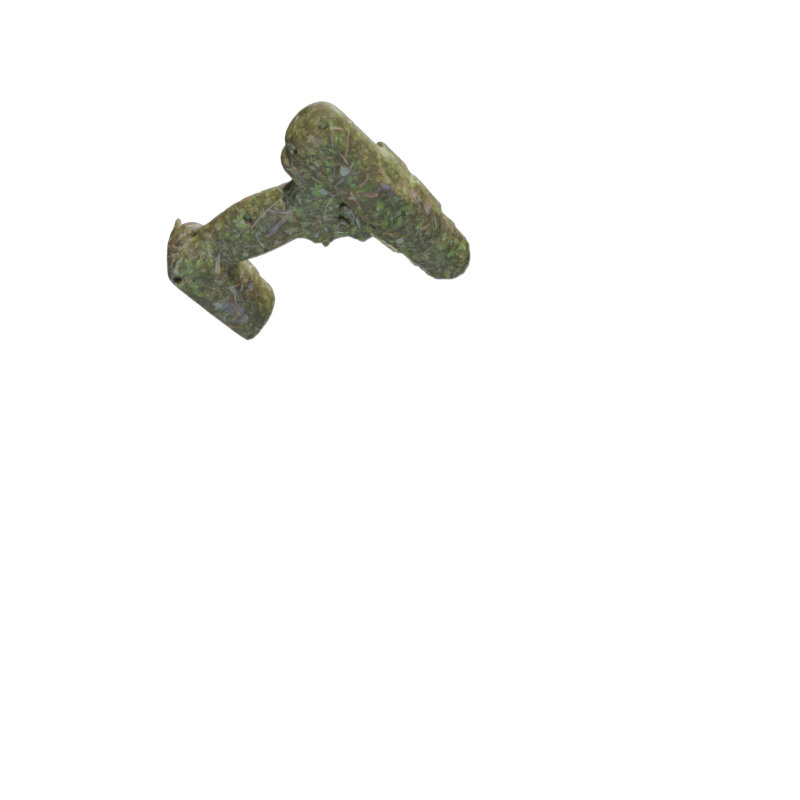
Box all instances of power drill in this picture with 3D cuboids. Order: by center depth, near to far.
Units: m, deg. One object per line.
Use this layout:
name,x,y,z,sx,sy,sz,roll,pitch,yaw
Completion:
power drill,-0.064,-0.117,0.821,0.187,0.062,0.172,-30,-52,26
